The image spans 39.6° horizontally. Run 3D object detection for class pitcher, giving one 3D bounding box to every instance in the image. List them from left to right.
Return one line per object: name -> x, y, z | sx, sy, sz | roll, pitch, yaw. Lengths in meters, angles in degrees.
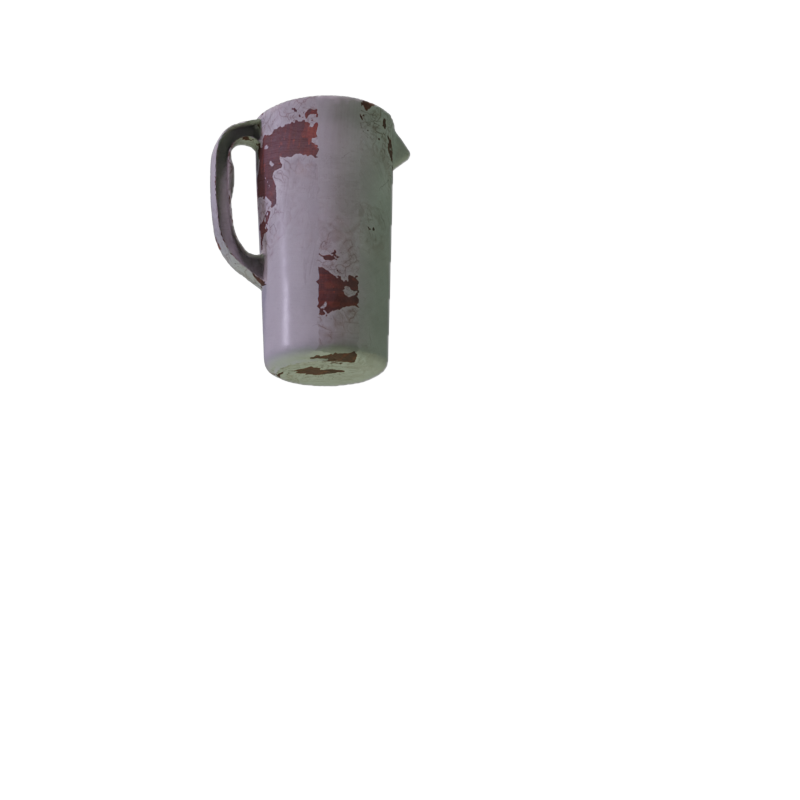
pitcher -> -0.078, -0.142, 0.997 | 0.152, 0.255, 0.136 | -10, -21, 24
